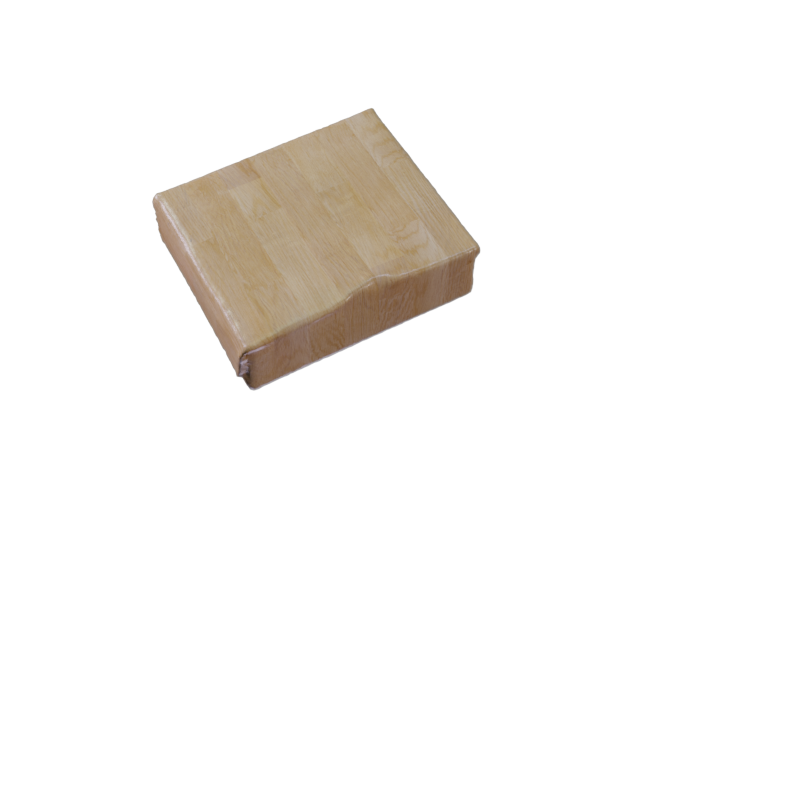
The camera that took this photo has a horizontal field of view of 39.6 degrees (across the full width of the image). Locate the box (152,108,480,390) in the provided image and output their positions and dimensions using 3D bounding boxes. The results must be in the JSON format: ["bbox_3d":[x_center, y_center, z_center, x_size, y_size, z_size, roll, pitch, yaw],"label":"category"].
[{"bbox_3d":[-0.030,-0.054,0.380,0.089,0.078,0.028,-24,-31,-16],"label":"box"}]
